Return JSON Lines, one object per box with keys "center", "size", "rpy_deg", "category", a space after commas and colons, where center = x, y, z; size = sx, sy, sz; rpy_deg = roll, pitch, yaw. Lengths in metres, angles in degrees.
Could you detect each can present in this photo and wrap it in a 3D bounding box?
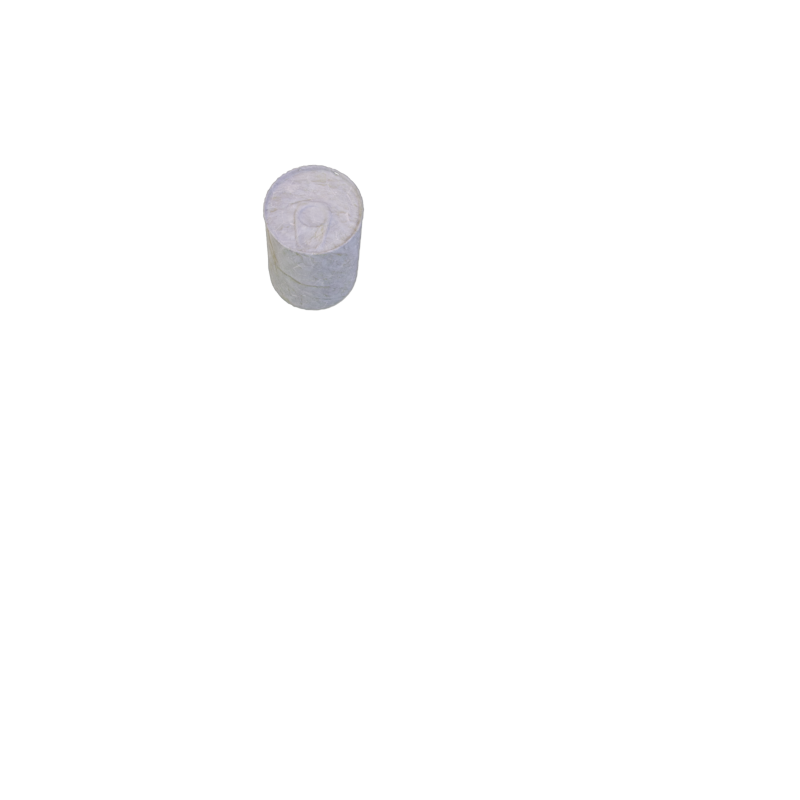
{"center": [-0.062, -0.113, 0.788], "size": [0.068, 0.072, 0.097], "rpy_deg": [0, -21, -3], "category": "can"}
